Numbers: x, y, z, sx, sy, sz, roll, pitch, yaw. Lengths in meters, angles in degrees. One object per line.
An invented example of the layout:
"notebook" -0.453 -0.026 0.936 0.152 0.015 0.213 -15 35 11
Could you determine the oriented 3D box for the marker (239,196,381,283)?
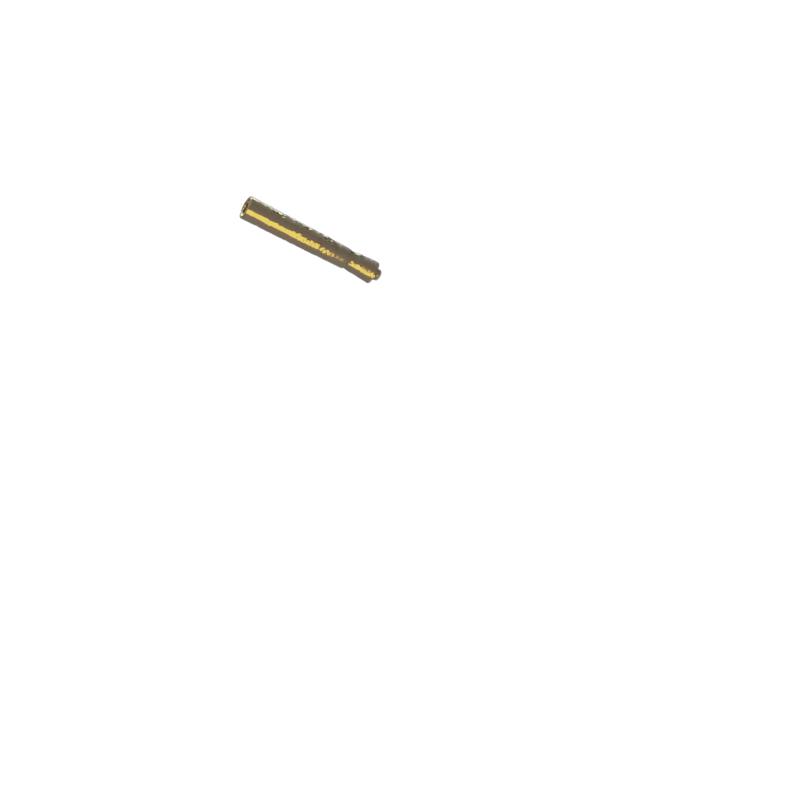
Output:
"marker" -0.067 -0.122 0.854 0.116 0.020 0.020 26 -5 -17
